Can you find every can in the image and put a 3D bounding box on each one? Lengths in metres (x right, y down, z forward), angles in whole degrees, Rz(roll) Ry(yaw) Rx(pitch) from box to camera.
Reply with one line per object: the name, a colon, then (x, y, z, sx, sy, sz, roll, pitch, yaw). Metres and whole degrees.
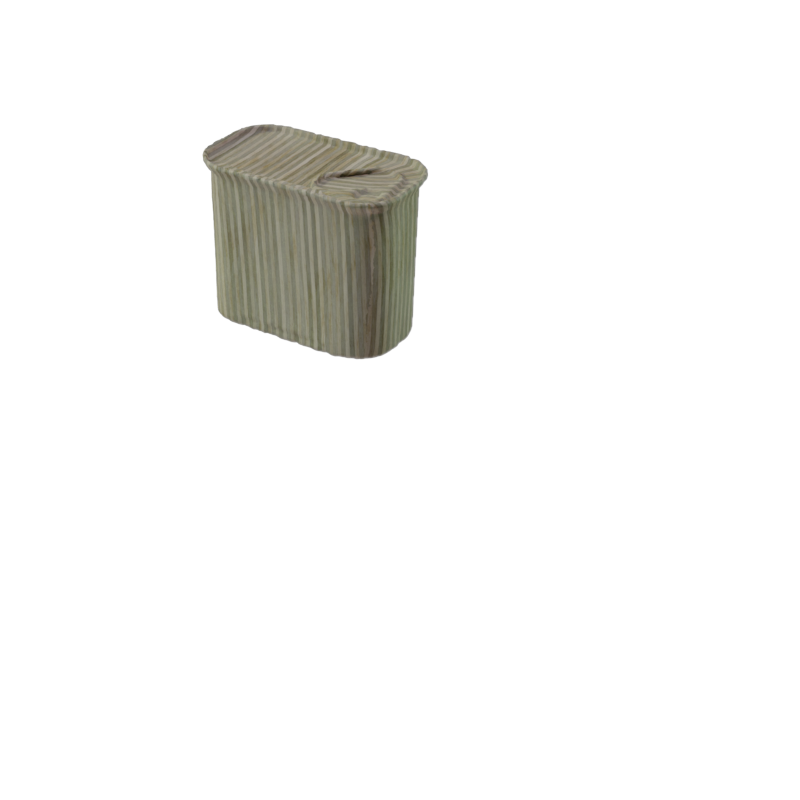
can: (-0.041, -0.074, 0.520, 0.107, 0.079, 0.058, 19, 35, 26)
